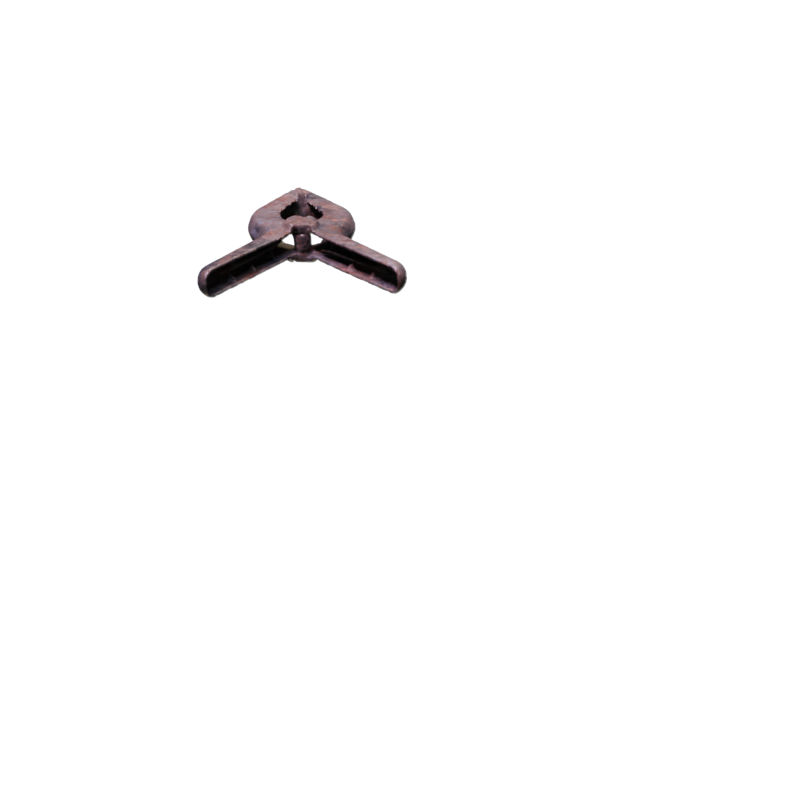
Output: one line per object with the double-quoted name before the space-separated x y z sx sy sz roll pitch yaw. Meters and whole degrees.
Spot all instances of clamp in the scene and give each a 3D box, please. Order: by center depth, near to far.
"clamp" -0.075 -0.136 0.953 0.165 0.034 0.220 2 28 3
